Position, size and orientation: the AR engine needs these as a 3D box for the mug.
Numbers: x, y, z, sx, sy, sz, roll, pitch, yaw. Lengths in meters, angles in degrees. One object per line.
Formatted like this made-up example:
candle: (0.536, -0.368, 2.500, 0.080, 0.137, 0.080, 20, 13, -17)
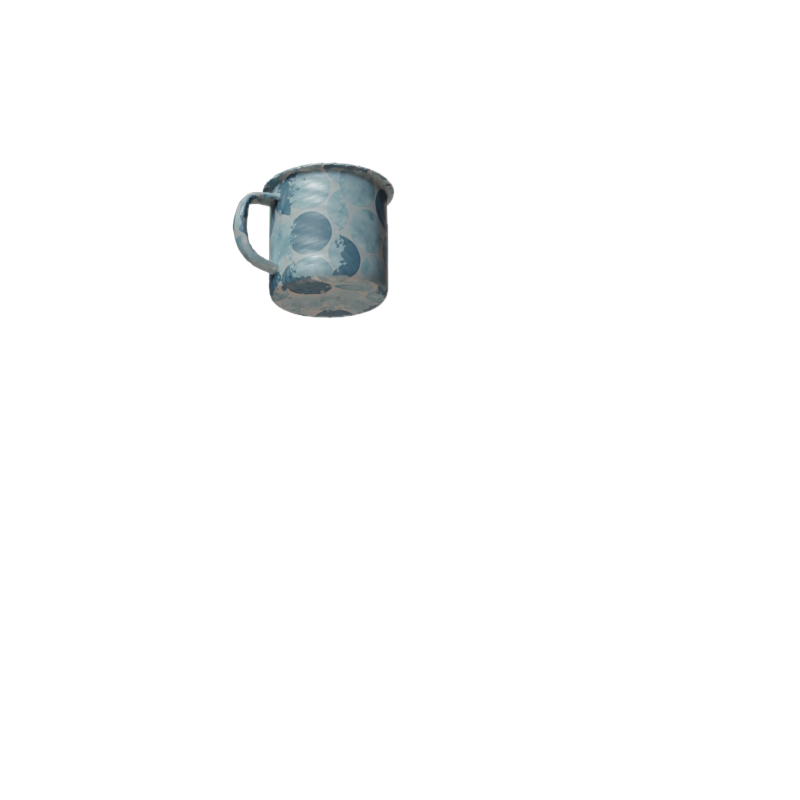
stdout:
mug: (-0.060, -0.109, 0.761, 0.112, 0.086, 0.093, 11, -22, -30)
